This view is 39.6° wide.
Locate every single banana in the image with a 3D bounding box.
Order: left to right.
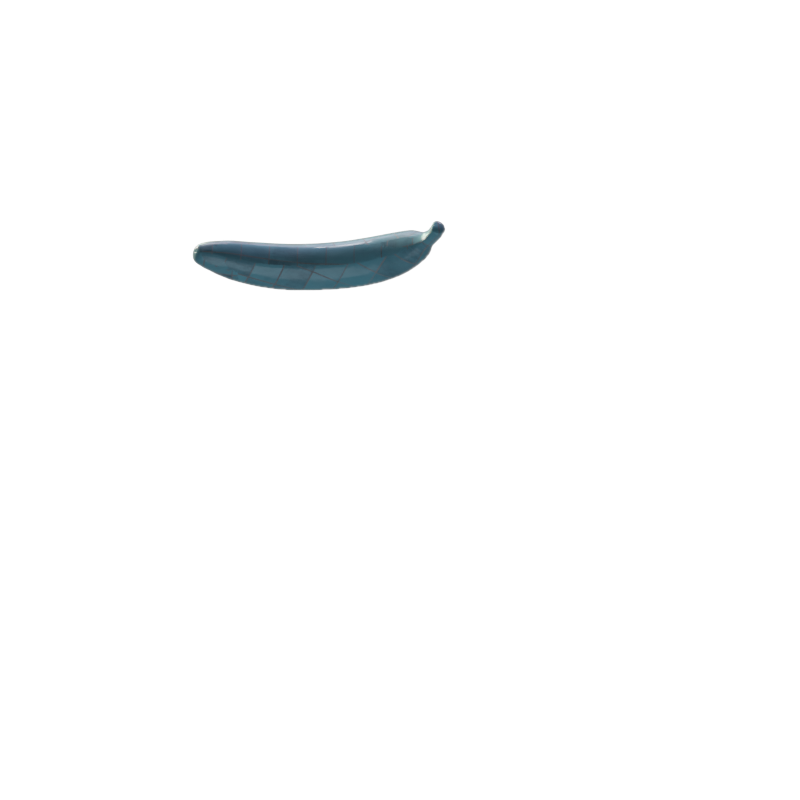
[{"bbox_3d":[-0.061,-0.114,0.878,0.199,0.039,0.064,-6,-35,8],"label":"banana"}]
